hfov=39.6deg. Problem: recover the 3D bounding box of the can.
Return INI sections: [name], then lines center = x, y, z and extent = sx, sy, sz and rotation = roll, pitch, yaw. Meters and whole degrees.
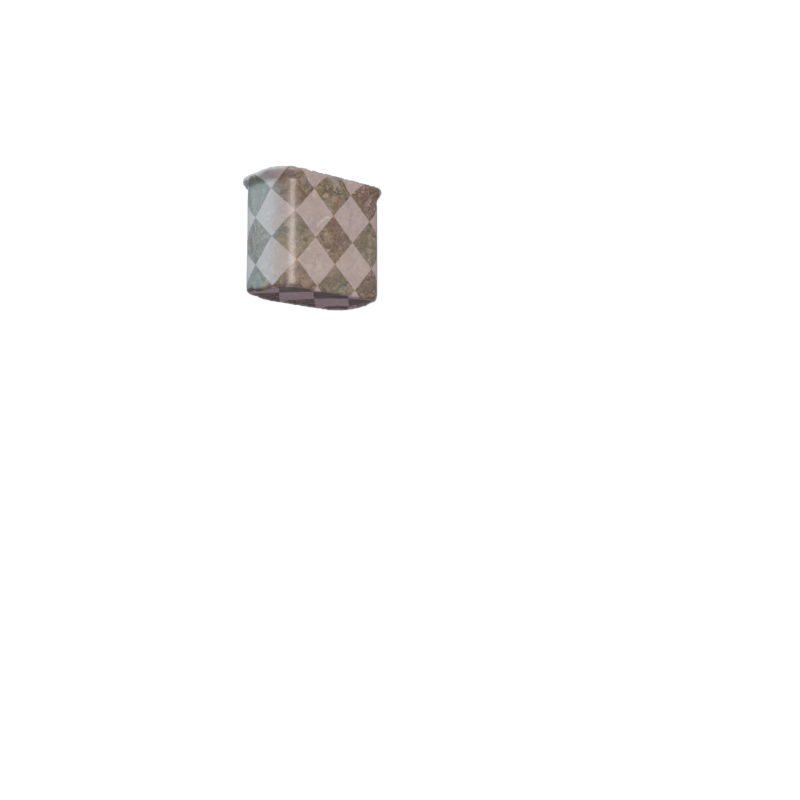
[can]
center = -0.062, -0.112, 0.788
extent = 0.097, 0.086, 0.059
rotation = 8, -14, -41
